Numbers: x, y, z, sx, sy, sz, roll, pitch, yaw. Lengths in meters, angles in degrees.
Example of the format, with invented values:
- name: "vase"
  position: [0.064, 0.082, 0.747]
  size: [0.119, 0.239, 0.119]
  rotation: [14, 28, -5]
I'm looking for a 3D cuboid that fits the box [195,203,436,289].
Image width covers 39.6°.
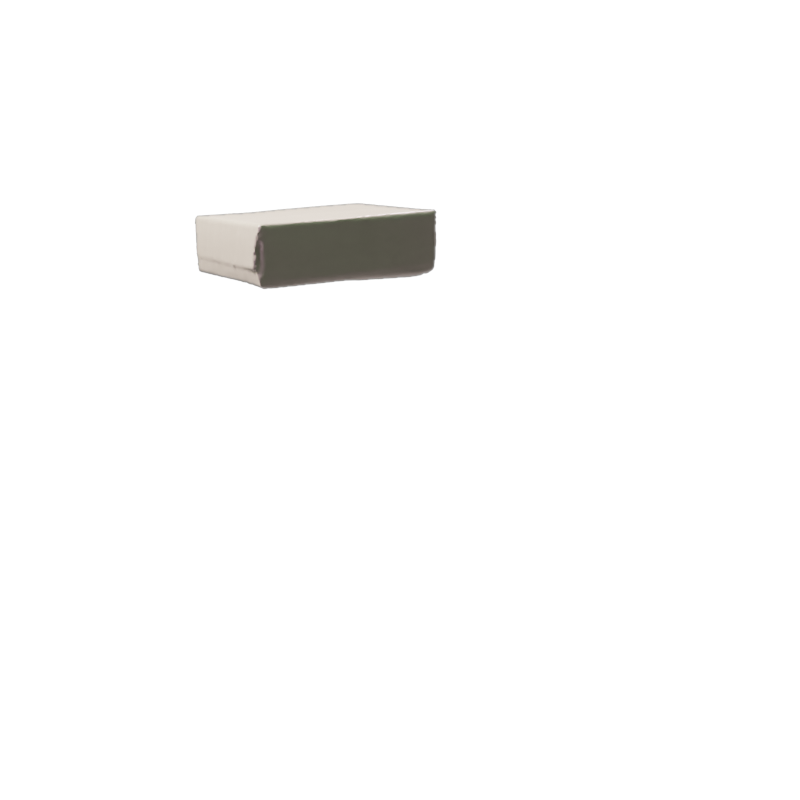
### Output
- name: "box"
  position: [-0.050, -0.090, 0.633]
  size: [0.110, 0.038, 0.094]
  rotation: [-7, 15, -29]
